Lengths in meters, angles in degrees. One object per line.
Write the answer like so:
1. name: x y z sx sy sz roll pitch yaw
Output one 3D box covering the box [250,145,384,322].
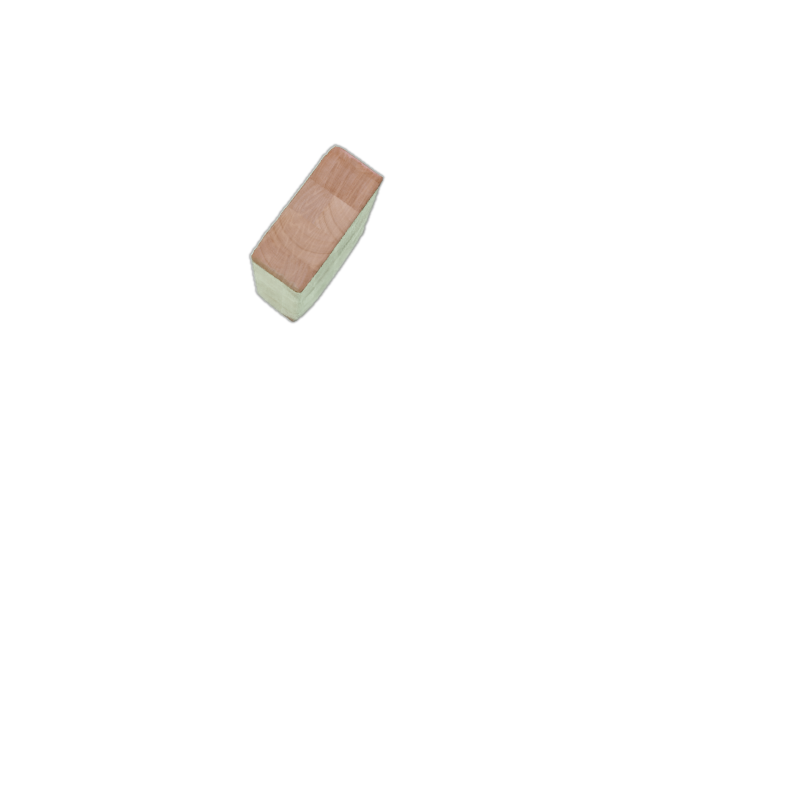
1. box: -0.060 -0.110 0.766 0.048 0.094 0.173 35 -7 -1
